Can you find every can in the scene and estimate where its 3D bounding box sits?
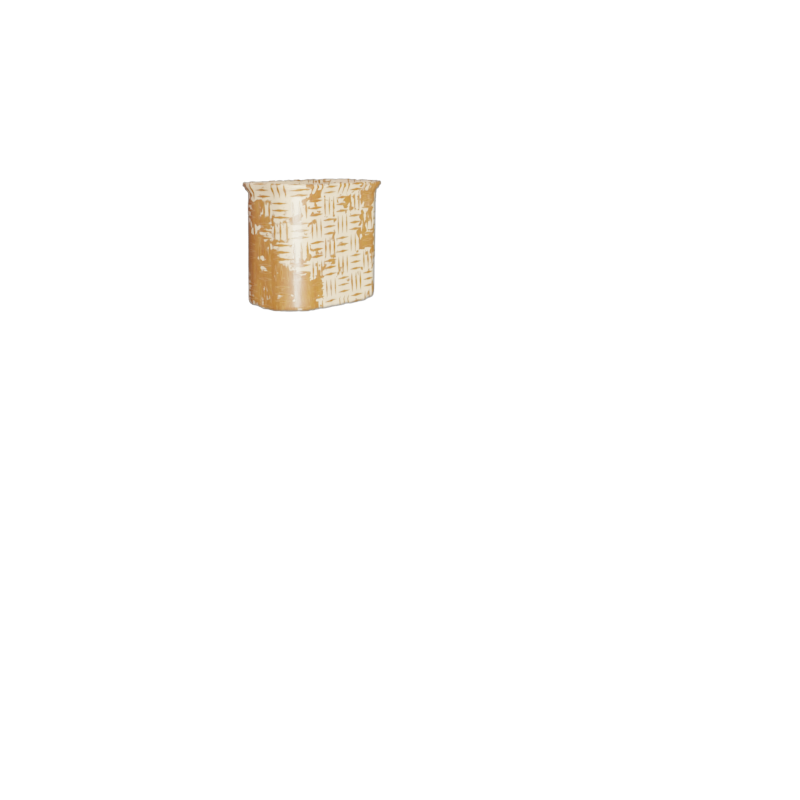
[{"bbox_3d":[-0.059,-0.109,0.760,0.060,0.082,0.099,7,12,37],"label":"can"}]
